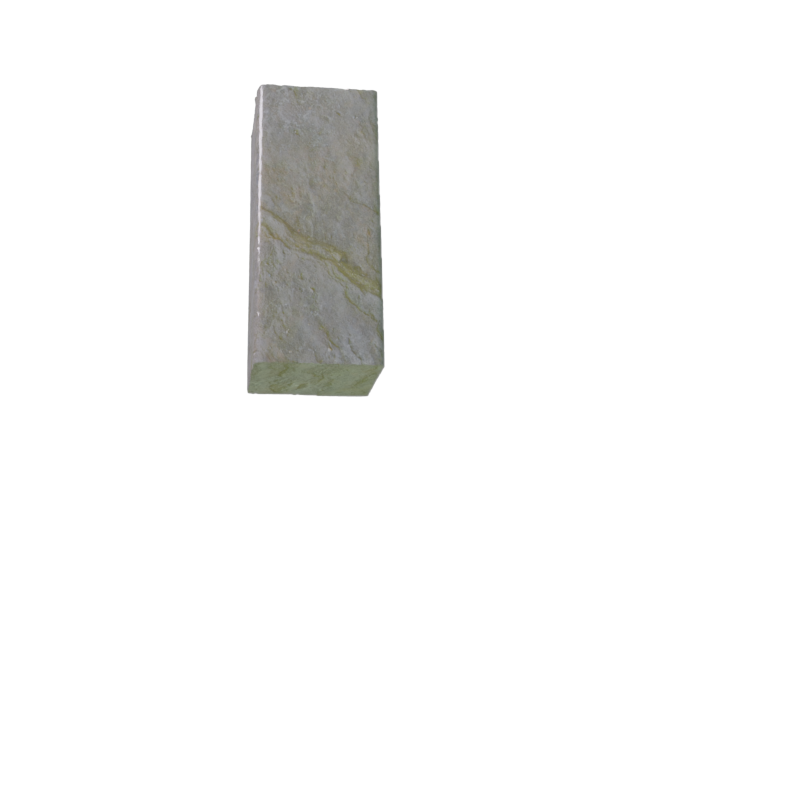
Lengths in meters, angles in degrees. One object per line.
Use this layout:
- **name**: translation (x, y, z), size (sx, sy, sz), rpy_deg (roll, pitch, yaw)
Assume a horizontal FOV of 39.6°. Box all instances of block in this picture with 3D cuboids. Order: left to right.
- **block**: translation (-0.063, -0.114, 0.802), size (0.089, 0.216, 0.087), rpy_deg (1, -20, -8)
